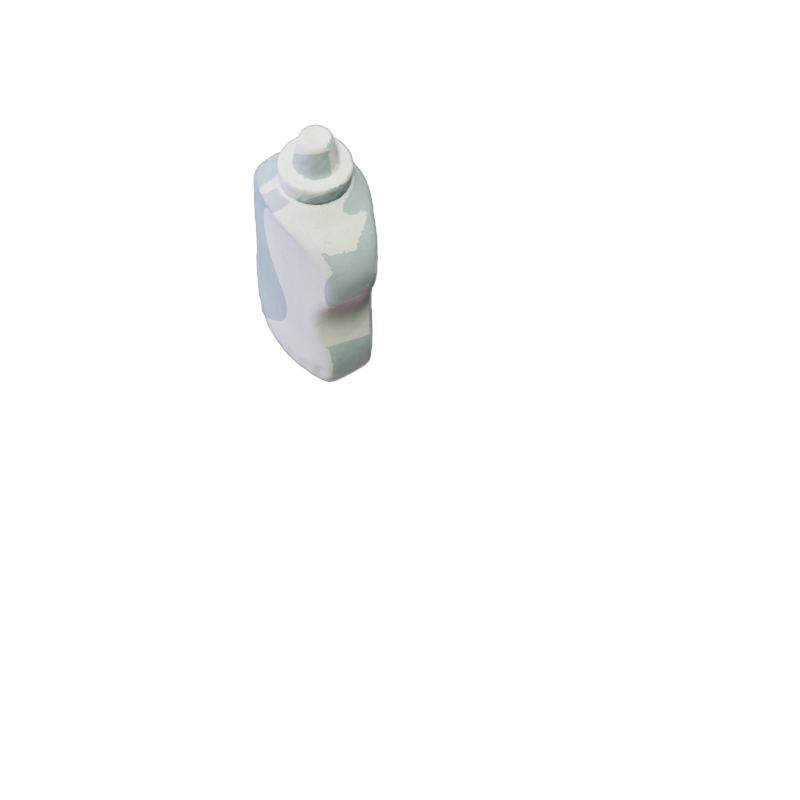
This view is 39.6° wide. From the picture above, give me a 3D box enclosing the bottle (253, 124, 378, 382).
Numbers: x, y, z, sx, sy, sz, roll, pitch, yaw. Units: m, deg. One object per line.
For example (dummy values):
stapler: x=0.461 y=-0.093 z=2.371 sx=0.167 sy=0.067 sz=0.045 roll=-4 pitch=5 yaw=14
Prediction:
bottle: x=-0.051 y=-0.093 z=0.653 sx=0.058 sy=0.102 sz=0.180 roll=-25 pitch=-25 yaw=-17
